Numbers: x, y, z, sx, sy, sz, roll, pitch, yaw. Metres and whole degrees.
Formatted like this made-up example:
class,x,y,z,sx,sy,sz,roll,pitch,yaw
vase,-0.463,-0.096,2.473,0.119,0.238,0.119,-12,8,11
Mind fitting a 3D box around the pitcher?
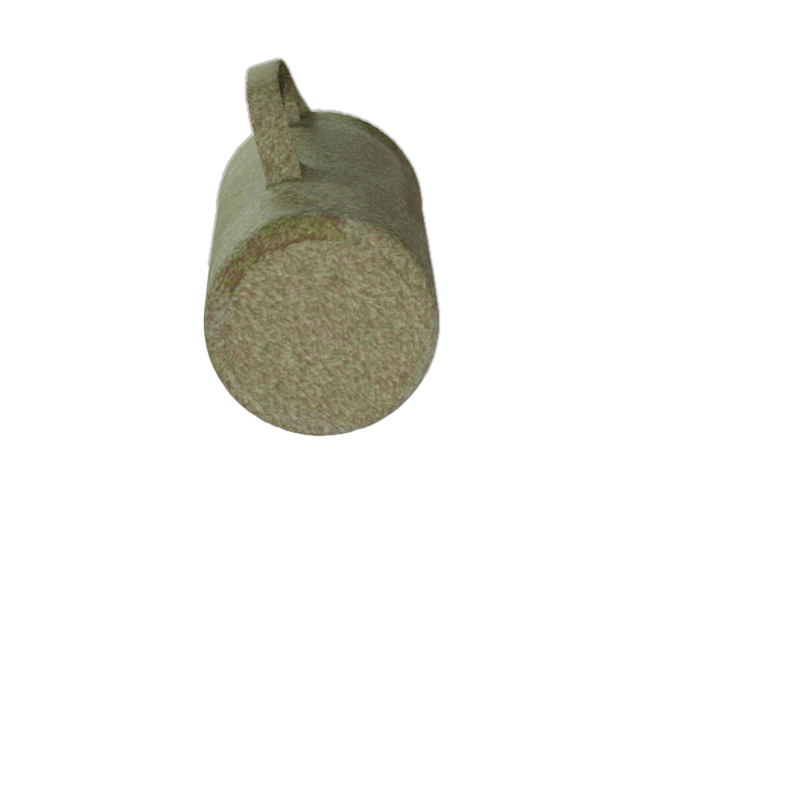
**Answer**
class,x,y,z,sx,sy,sz,roll,pitch,yaw
pitcher,-0.048,-0.087,0.608,0.146,0.142,0.254,27,17,-12
